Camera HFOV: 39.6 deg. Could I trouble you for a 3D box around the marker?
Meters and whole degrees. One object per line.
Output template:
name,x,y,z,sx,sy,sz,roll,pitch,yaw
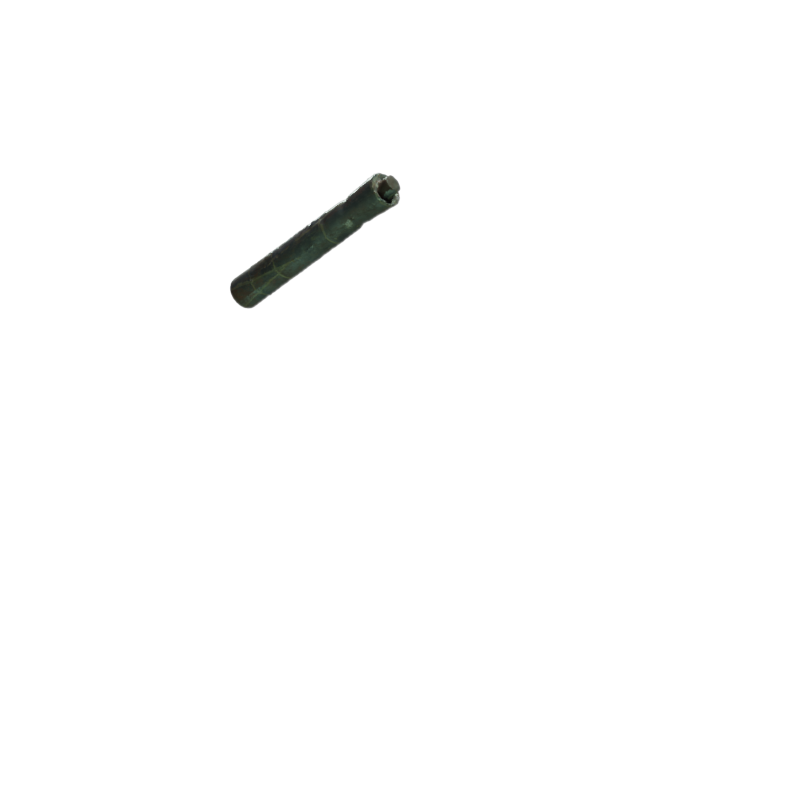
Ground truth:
marker,-0.044,-0.081,0.568,0.120,0.021,0.019,-29,-17,38
